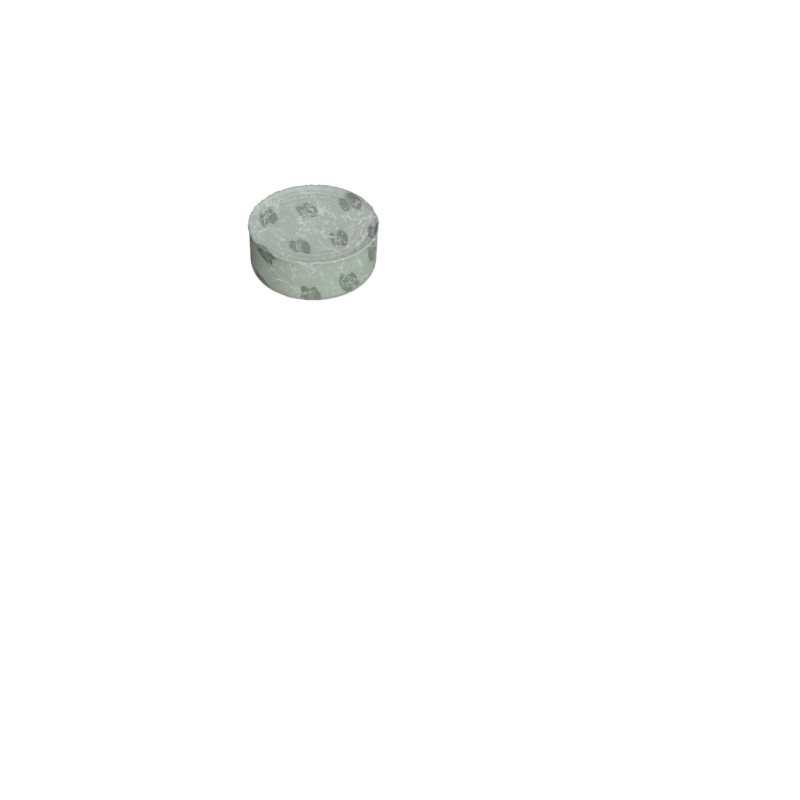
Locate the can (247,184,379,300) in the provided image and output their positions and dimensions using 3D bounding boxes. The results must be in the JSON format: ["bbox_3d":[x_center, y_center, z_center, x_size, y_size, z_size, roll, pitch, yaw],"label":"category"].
[{"bbox_3d":[-0.058,-0.105,0.735,0.086,0.031,0.092,-1,42,-2],"label":"can"}]
